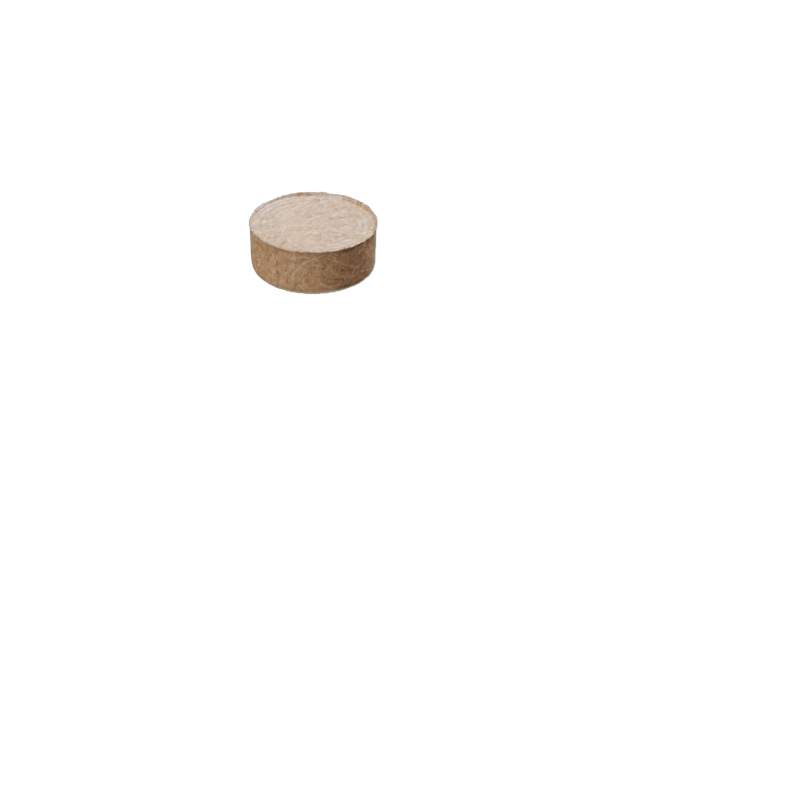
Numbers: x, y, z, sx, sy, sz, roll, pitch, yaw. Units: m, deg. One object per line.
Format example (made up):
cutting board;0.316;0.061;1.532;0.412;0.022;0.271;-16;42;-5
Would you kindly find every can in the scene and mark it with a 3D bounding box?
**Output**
can;-0.058;-0.106;0.744;0.086;0.031;0.092;-1;34;-2
